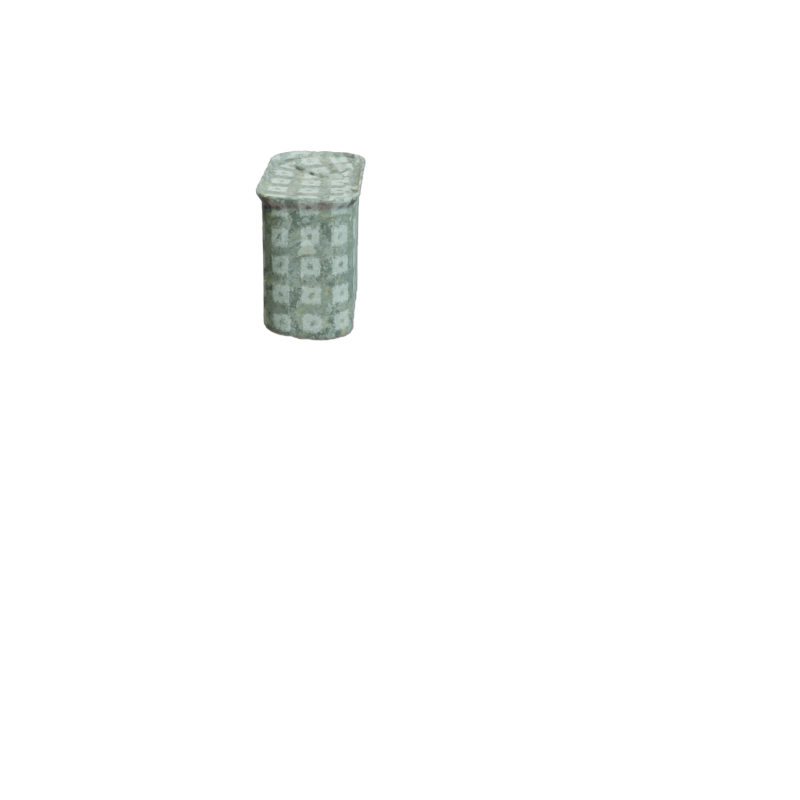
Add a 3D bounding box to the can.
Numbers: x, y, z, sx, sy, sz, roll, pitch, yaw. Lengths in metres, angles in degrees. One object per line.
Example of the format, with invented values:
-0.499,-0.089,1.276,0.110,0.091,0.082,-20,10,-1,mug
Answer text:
-0.051,-0.092,0.646,0.058,0.080,0.107,2,24,1,can
